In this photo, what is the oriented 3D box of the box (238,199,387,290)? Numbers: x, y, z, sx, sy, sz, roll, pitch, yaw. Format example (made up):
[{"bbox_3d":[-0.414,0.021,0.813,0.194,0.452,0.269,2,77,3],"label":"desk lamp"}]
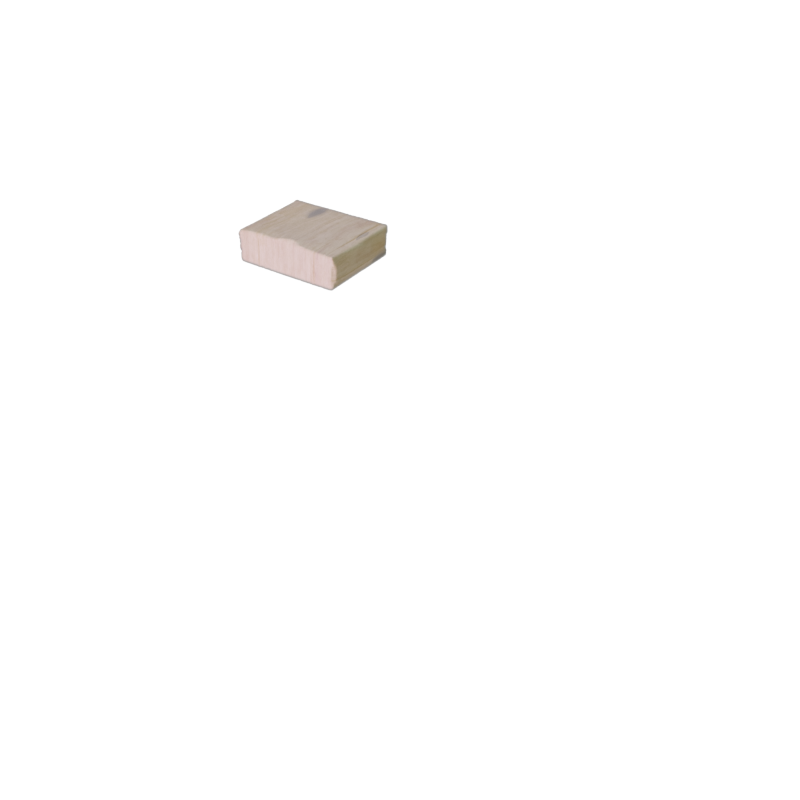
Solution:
[{"bbox_3d":[-0.066,-0.121,0.844,0.094,0.028,0.074,20,36,29],"label":"box"}]
